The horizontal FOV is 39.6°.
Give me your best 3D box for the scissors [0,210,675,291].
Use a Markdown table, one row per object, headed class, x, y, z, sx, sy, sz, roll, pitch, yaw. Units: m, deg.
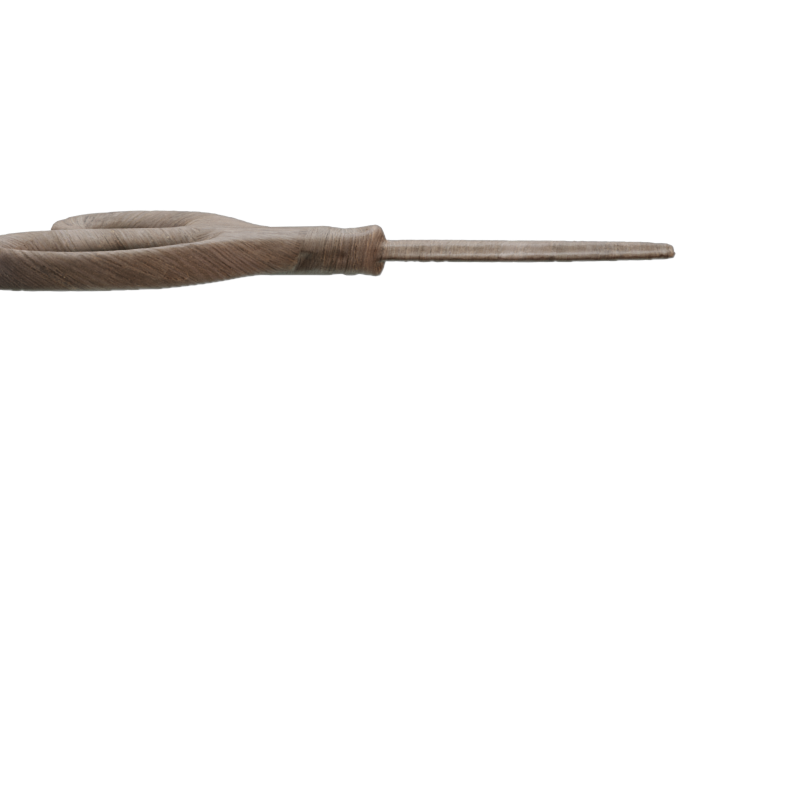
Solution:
| class | x | y | z | sx | sy | sz | roll | pitch | yaw |
| --- | --- | --- | --- | --- | --- | --- | --- | --- | --- |
| scissors | -0.028 | -0.051 | 0.354 | 0.198 | 0.015 | 0.101 | -4 | 17 | -14 |
